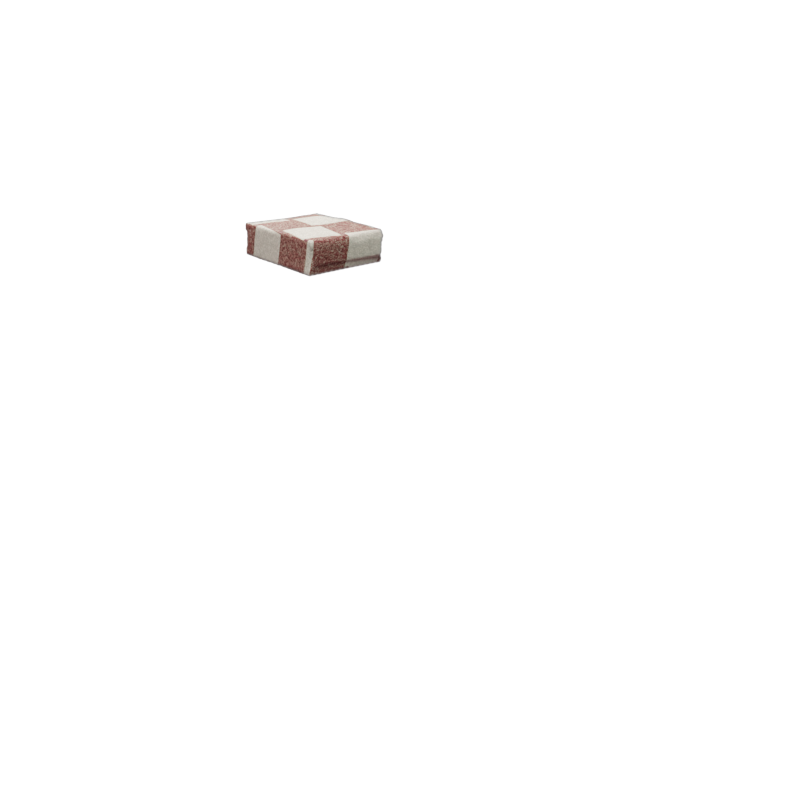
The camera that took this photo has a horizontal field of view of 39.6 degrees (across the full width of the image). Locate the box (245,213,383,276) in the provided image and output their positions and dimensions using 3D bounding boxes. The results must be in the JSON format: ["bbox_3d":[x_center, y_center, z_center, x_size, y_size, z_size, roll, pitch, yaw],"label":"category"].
[{"bbox_3d":[-0.069,-0.127,0.887,0.071,0.029,0.095,-14,24,-36],"label":"box"}]
